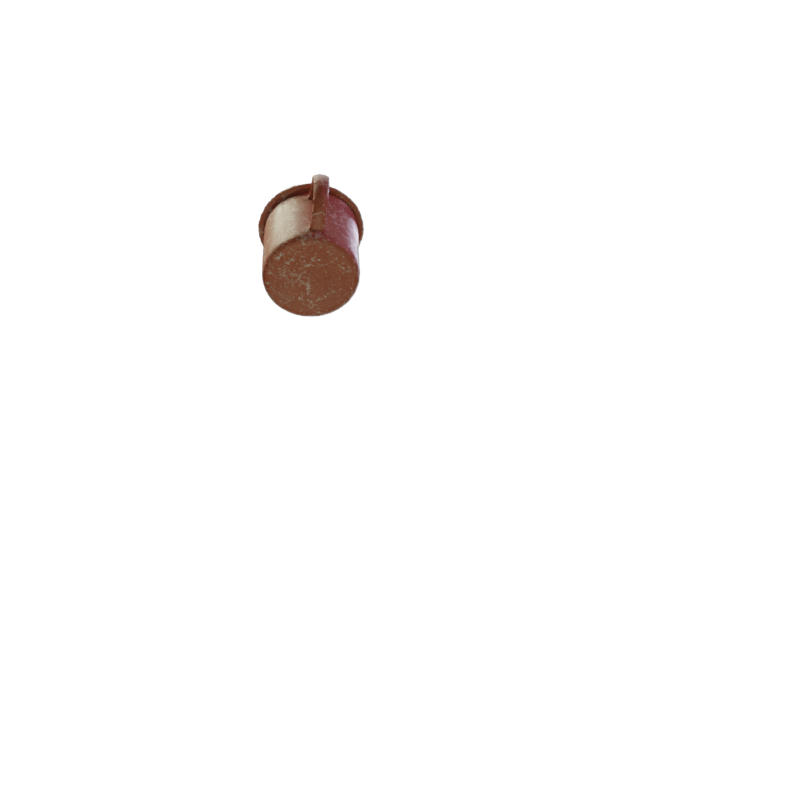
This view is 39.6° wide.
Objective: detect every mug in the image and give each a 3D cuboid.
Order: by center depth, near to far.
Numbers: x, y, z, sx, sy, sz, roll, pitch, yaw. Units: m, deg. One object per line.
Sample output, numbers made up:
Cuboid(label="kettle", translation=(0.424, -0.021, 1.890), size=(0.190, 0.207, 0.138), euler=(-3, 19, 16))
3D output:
Cuboid(label="mug", translation=(-0.074, -0.134, 0.940), size=(0.092, 0.111, 0.087), euler=(9, 35, -8))
